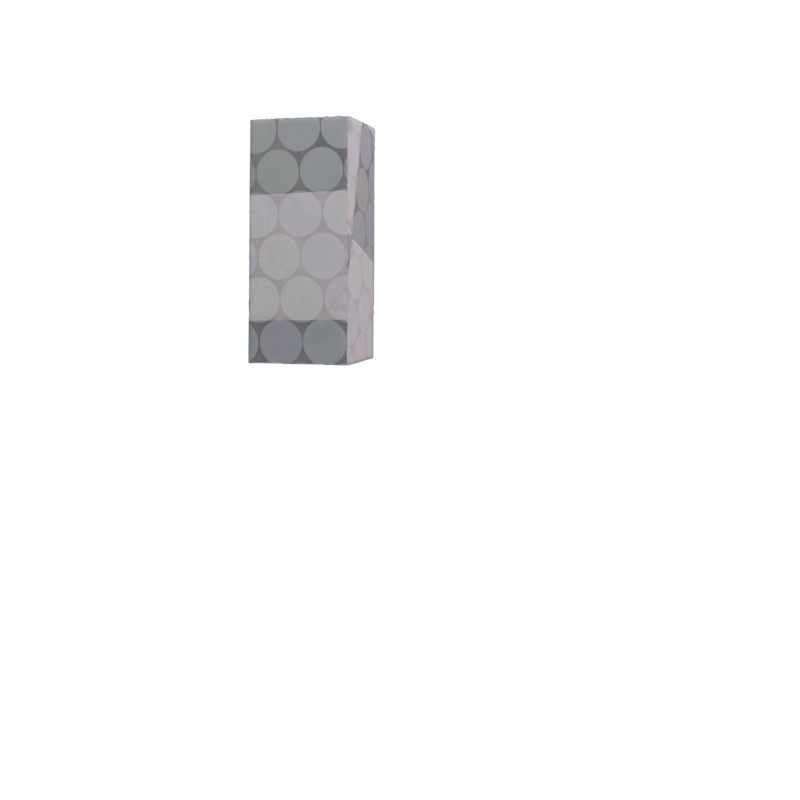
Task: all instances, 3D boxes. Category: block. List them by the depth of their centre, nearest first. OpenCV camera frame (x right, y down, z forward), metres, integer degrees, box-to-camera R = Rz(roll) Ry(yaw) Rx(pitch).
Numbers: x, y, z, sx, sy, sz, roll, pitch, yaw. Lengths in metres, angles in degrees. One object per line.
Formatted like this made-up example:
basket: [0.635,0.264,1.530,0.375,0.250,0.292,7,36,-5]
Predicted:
block: [-0.075,-0.137,0.963,0.093,0.207,0.088,0,-1,16]
